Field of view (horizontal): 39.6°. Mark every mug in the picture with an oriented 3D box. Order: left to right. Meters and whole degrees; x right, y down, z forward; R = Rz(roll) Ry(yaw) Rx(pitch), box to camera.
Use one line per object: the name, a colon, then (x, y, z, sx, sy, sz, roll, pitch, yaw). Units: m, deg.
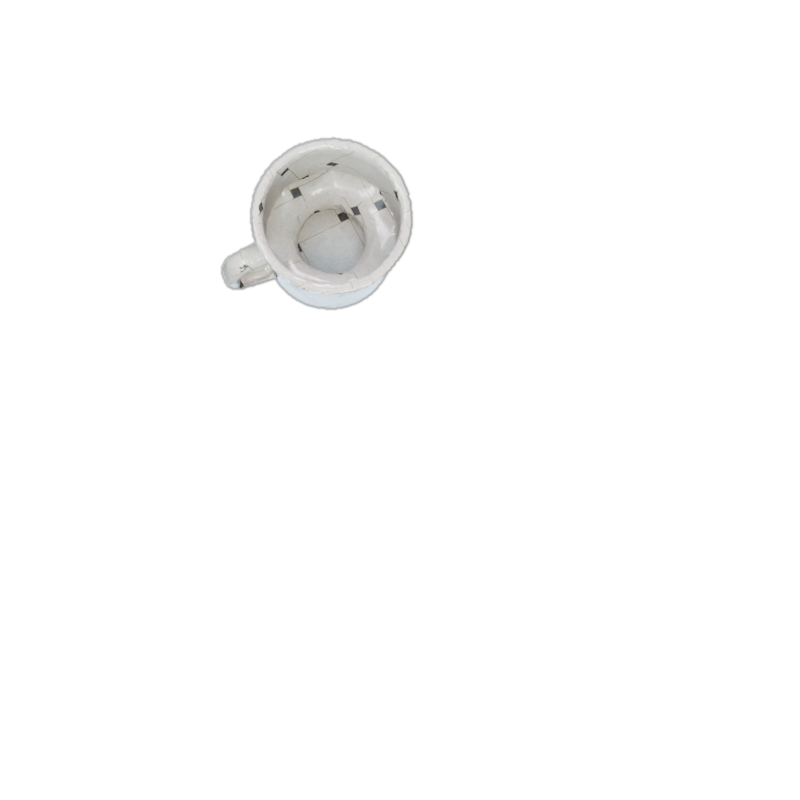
mug: (-0.053, -0.096, 0.673, 0.117, 0.096, 0.079, -28, -9, -7)
